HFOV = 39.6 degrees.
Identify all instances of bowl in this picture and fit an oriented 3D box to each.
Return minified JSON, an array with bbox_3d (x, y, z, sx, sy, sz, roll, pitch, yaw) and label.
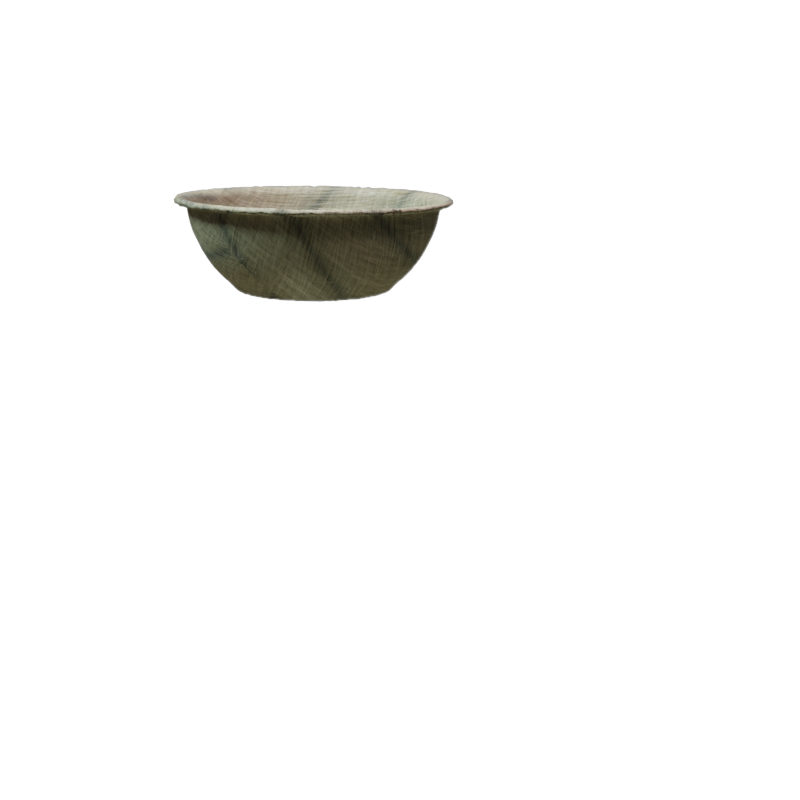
[{"bbox_3d":[-0.051,-0.092,0.646,0.162,0.054,0.167,0,14,-2],"label":"bowl"}]
